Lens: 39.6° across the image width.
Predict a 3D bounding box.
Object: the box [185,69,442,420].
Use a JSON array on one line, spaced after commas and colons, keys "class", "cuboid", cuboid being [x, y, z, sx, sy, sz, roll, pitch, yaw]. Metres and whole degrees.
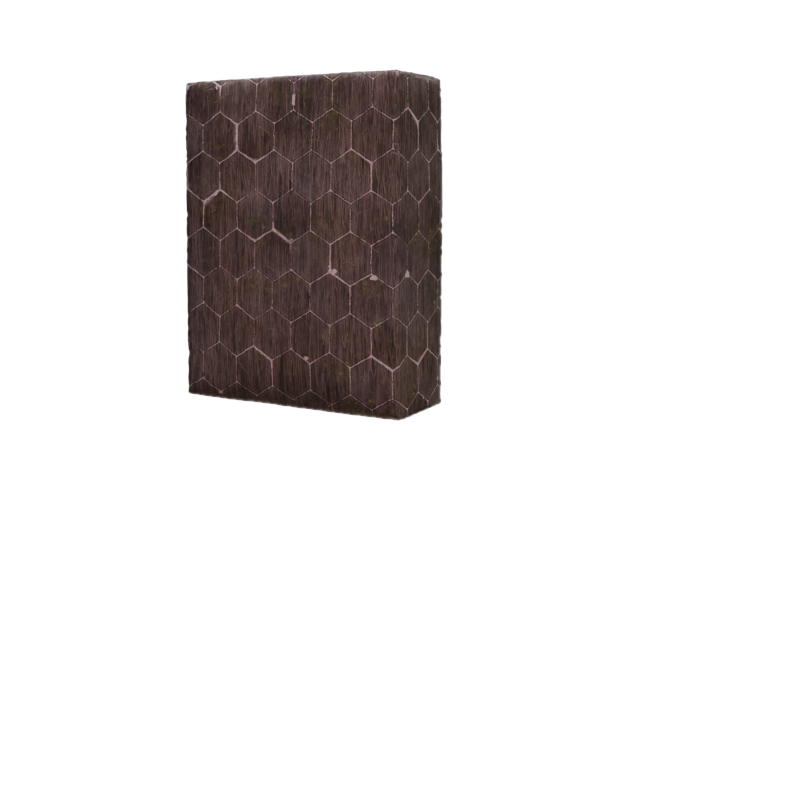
[{"class": "box", "cuboid": [-0.057, -0.105, 0.734, 0.170, 0.212, 0.070, 4, 5, 30]}]
